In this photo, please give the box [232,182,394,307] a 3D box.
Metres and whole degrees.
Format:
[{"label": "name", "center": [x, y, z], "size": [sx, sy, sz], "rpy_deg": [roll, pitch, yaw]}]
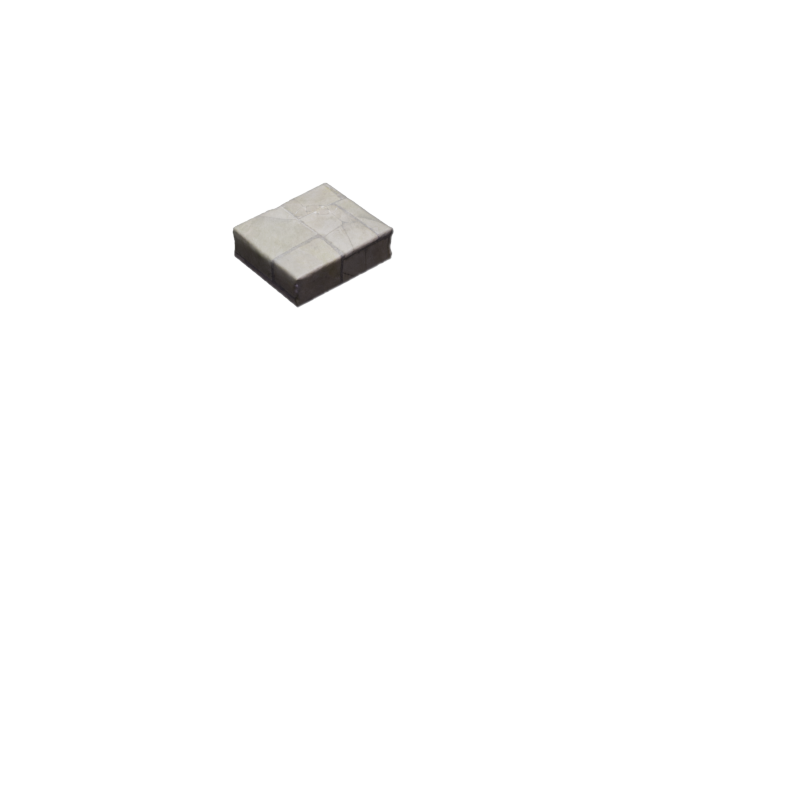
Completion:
[{"label": "box", "center": [-0.061, -0.111, 0.777], "size": [0.089, 0.028, 0.078], "rpy_deg": [-31, 51, -29]}]
